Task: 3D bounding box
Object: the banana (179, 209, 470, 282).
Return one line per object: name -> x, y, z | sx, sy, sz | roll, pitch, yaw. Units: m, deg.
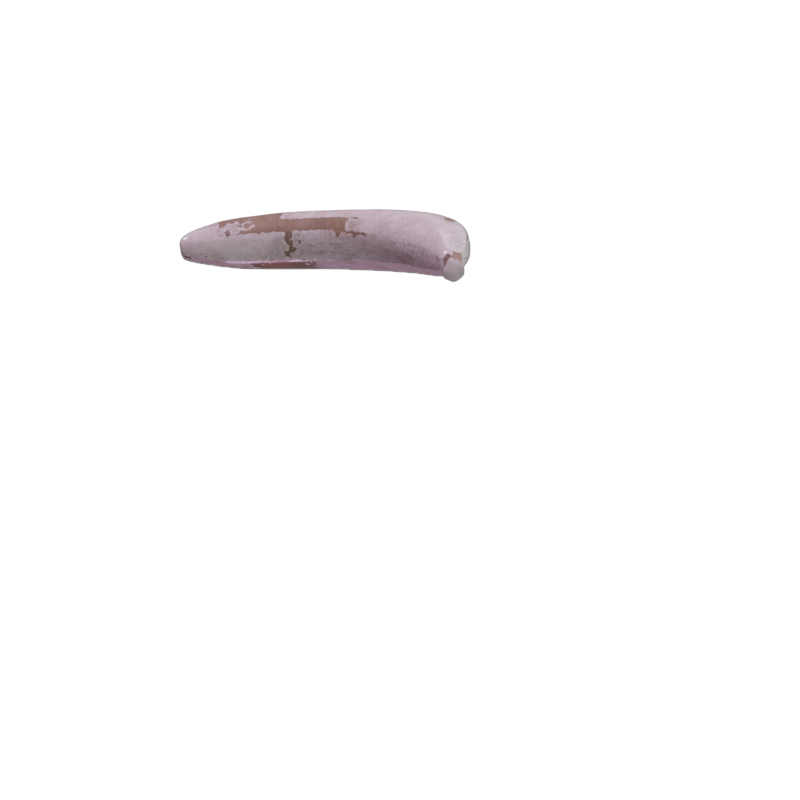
banana -> -0.036, -0.092, 0.641 | 0.206, 0.036, 0.068 | 7, 10, 35
